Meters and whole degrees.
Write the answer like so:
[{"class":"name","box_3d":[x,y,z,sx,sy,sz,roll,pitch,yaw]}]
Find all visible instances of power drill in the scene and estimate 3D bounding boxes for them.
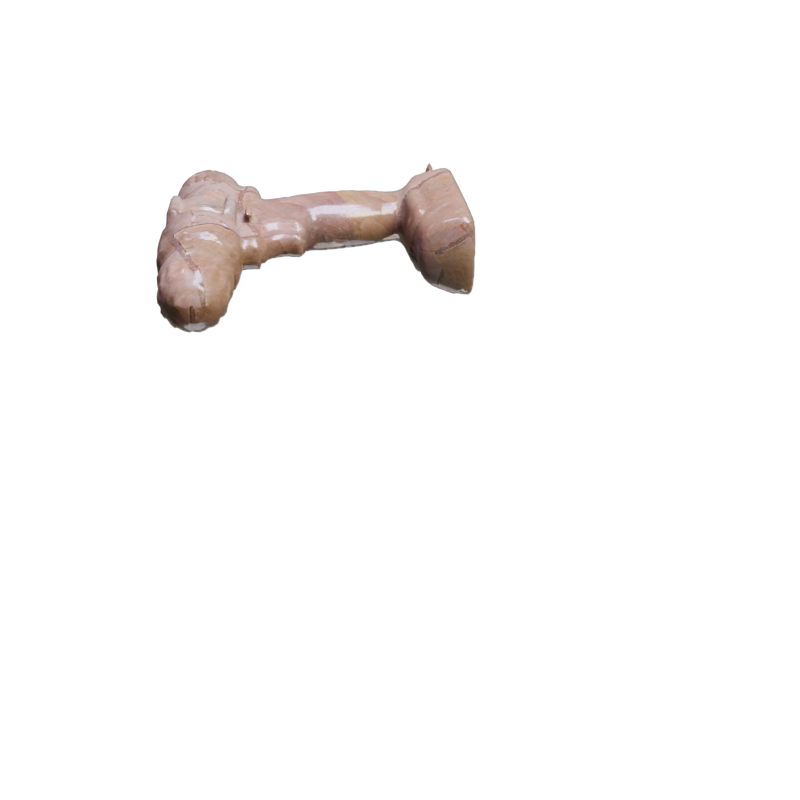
[{"class":"power drill","box_3d":[-0.053,-0.096,0.674,0.187,0.054,0.196,-2,30,-3]}]
